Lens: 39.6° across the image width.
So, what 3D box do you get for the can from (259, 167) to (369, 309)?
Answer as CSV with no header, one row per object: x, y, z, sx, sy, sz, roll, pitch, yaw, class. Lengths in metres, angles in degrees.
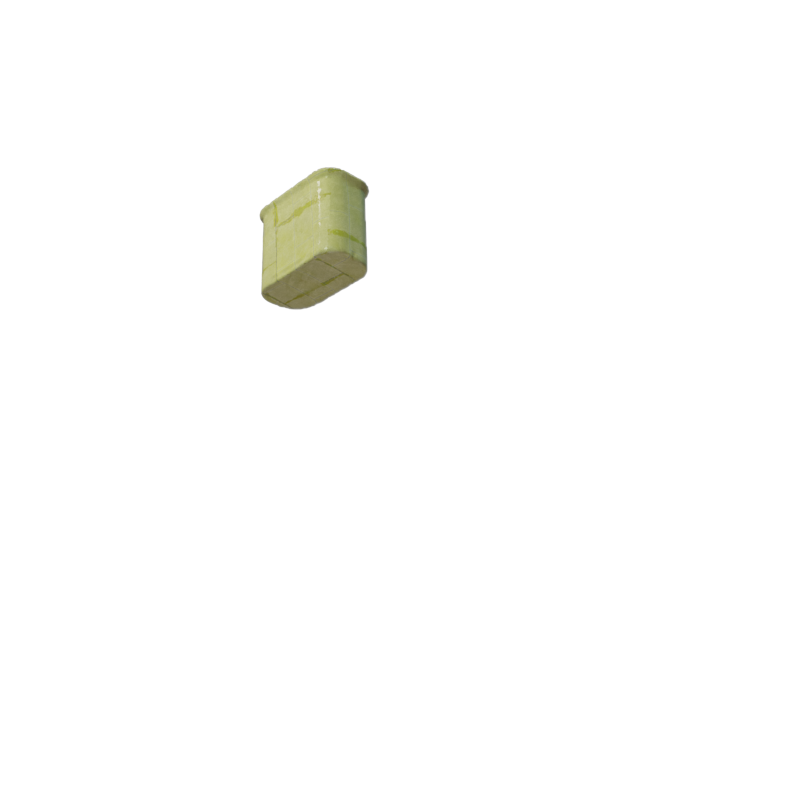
-0.073,-0.133,0.934,0.054,0.089,0.102,26,-40,-37,can
